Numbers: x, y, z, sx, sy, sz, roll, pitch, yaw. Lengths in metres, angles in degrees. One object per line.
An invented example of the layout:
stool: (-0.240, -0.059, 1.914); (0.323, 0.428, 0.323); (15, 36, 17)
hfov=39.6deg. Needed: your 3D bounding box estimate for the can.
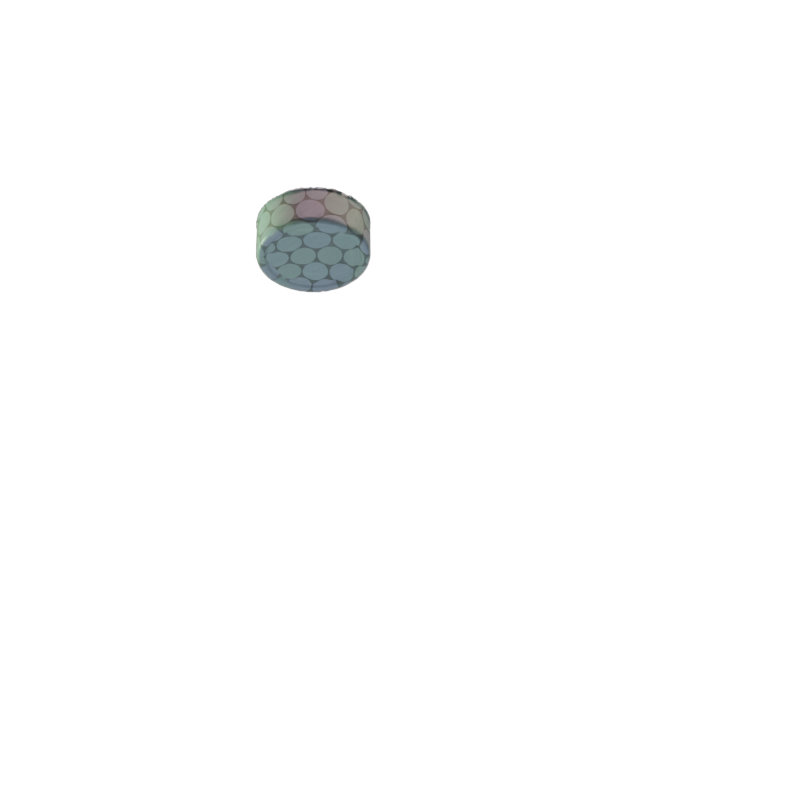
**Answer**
can: (-0.064, -0.117, 0.821); (0.086, 0.036, 0.080); (1, -34, -2)
